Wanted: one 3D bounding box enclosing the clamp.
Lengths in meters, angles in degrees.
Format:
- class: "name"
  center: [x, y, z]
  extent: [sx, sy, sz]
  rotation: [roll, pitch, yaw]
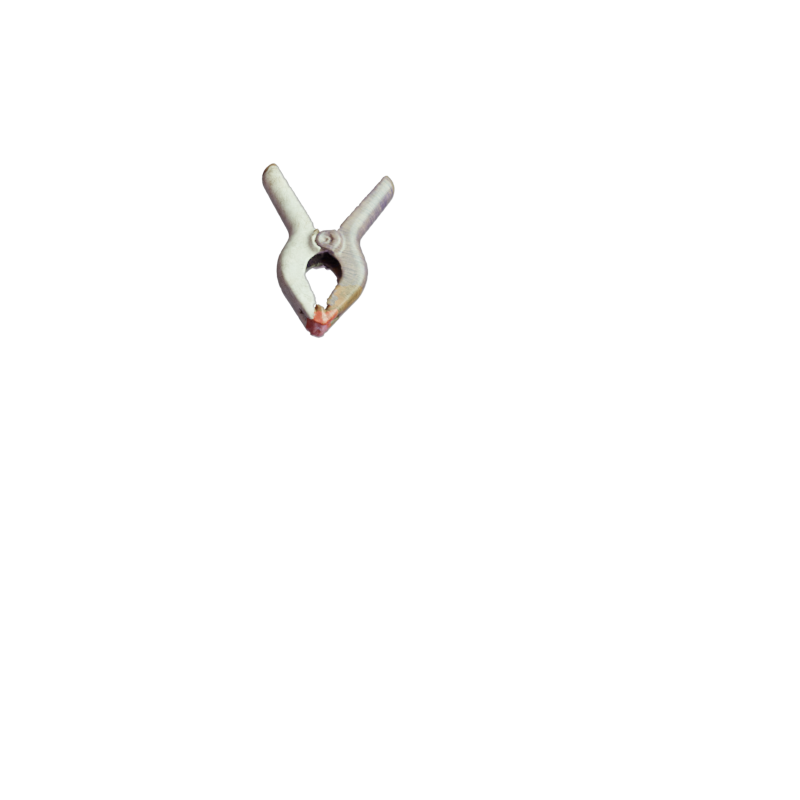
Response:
- class: "clamp"
  center: [-0.076, -0.139, 0.976]
  extent: [0.121, 0.181, 0.037]
  rotation: [9, -33, 5]
